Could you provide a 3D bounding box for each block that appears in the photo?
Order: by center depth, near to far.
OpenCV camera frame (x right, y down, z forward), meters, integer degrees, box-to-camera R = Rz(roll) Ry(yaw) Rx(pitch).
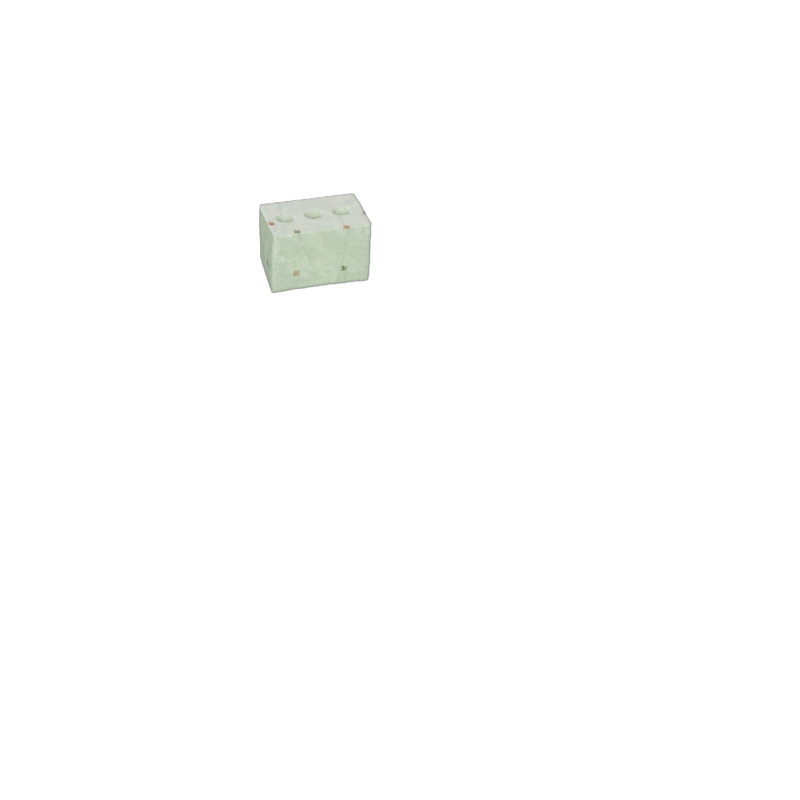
[{"bbox_3d":[-0.067,-0.122,0.851,0.077,0.048,0.057,-9,38,-13],"label":"block"}]
